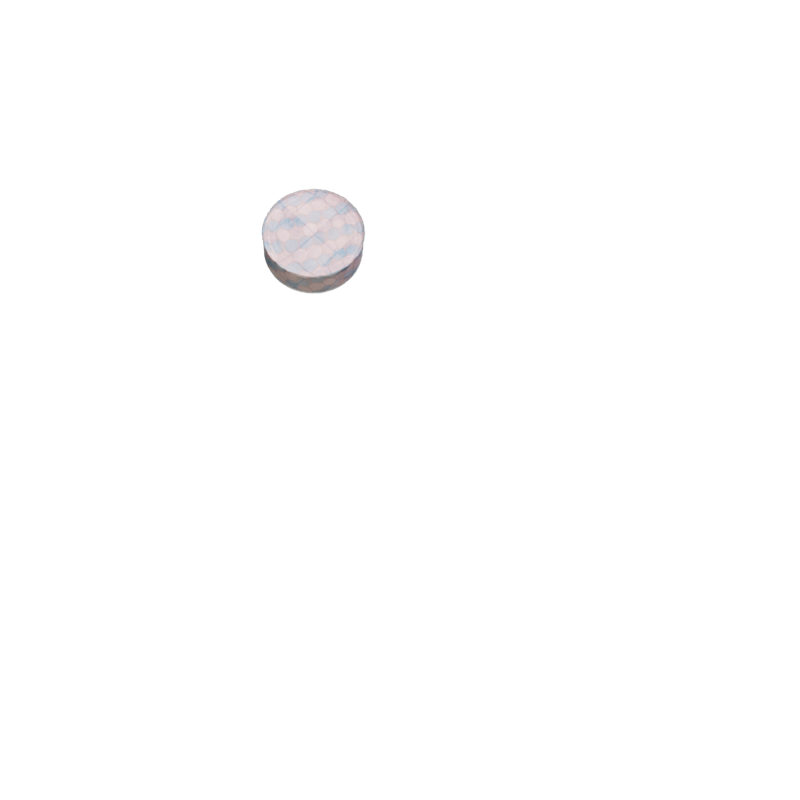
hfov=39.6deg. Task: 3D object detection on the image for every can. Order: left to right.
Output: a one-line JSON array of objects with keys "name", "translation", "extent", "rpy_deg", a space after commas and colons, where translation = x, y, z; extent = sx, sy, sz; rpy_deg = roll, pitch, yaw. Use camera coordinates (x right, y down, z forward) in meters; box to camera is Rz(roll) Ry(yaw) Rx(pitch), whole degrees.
[{"name": "can", "translation": [-0.073, -0.133, 0.934], "extent": [0.086, 0.091, 0.032], "rpy_deg": [-1, -29, -1]}]
